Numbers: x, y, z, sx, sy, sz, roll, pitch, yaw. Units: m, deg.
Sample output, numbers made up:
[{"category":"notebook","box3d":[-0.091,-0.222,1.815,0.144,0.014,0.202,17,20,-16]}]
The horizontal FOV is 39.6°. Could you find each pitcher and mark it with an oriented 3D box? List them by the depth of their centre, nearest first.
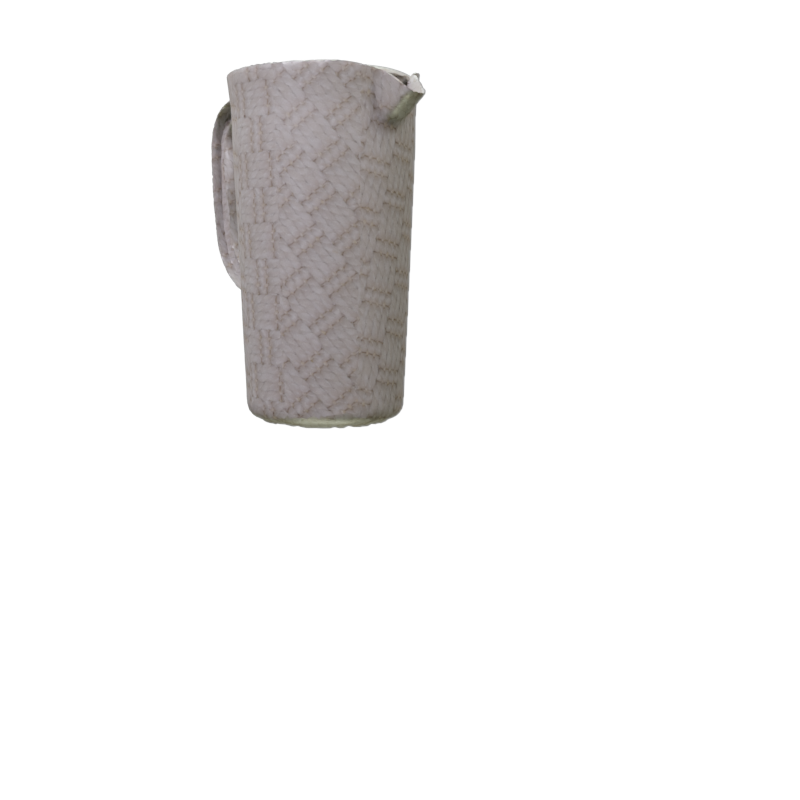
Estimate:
[{"category":"pitcher","box3d":[-0.060,-0.110,0.771,0.144,0.243,0.151,0,2,-6]}]
